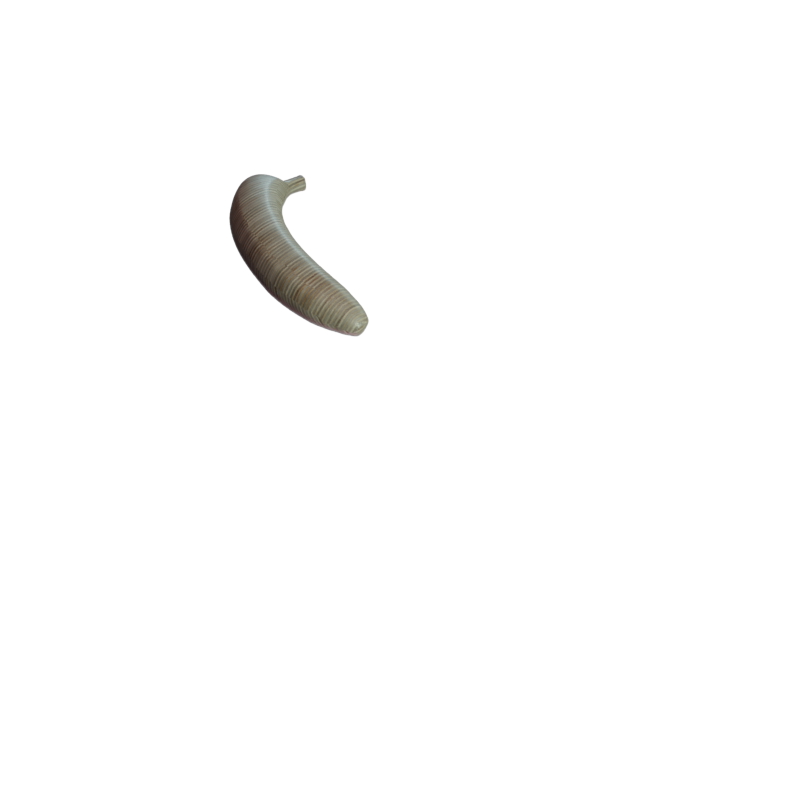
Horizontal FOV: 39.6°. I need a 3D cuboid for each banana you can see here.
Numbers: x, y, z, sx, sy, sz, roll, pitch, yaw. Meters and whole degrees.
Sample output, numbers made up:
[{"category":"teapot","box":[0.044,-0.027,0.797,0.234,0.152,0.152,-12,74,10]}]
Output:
[{"category":"banana","box":[-0.078,-0.109,0.761,0.069,0.034,0.214,-9,40,-12]}]
